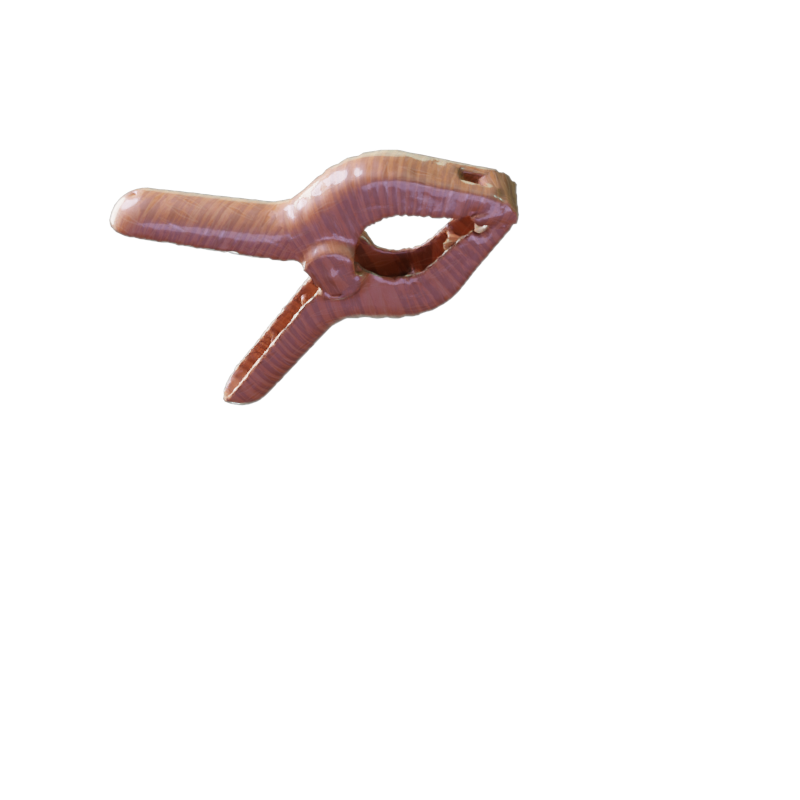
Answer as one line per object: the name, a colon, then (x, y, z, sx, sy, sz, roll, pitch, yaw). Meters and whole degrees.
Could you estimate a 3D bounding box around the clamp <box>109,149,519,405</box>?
clamp: (-0.037, -0.068, 0.479, 0.172, 0.042, 0.112, -26, -54, 20)
